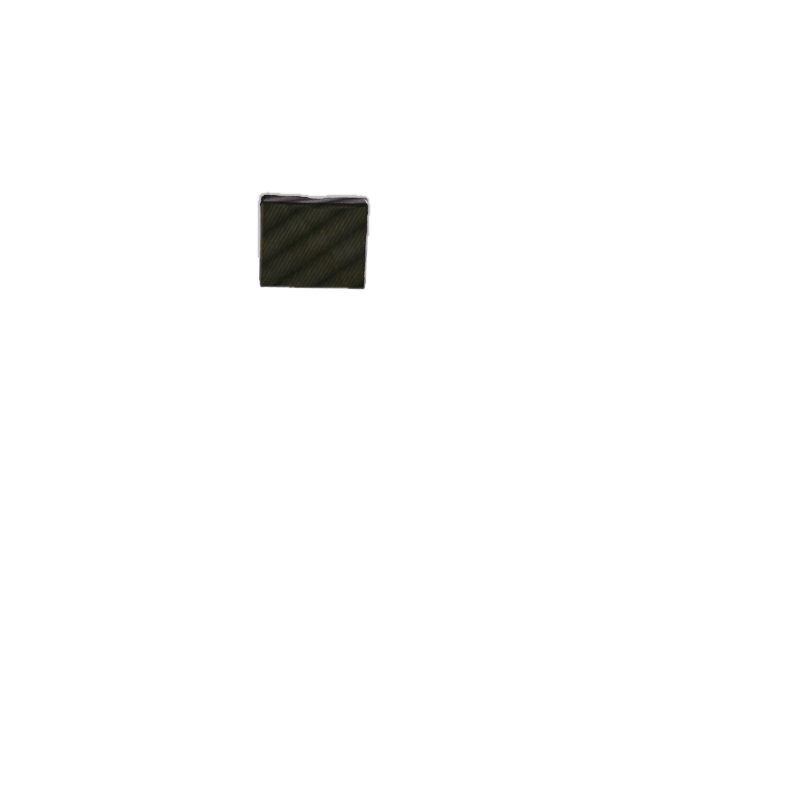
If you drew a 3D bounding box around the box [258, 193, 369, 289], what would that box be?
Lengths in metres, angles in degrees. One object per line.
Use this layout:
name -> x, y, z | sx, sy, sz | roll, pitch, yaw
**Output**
box -> -0.072, -0.130, 0.912 | 0.089, 0.070, 0.031 | 2, 18, -1
